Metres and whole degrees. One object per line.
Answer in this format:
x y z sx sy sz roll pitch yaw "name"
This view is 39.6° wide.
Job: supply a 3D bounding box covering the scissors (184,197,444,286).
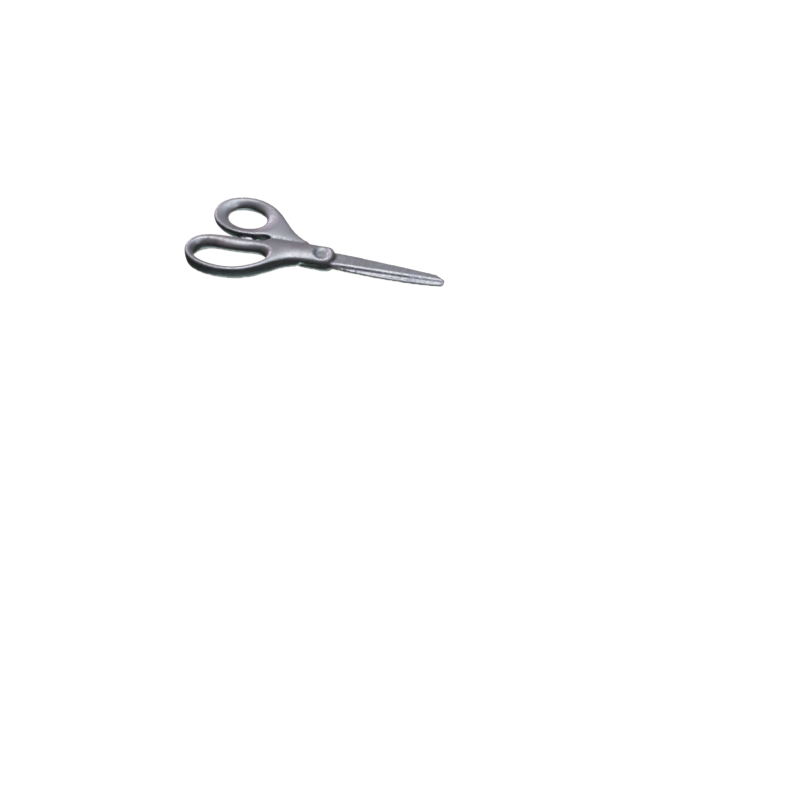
-0.069 -0.126 0.882 0.202 0.103 0.015 0 -44 0 "scissors"
